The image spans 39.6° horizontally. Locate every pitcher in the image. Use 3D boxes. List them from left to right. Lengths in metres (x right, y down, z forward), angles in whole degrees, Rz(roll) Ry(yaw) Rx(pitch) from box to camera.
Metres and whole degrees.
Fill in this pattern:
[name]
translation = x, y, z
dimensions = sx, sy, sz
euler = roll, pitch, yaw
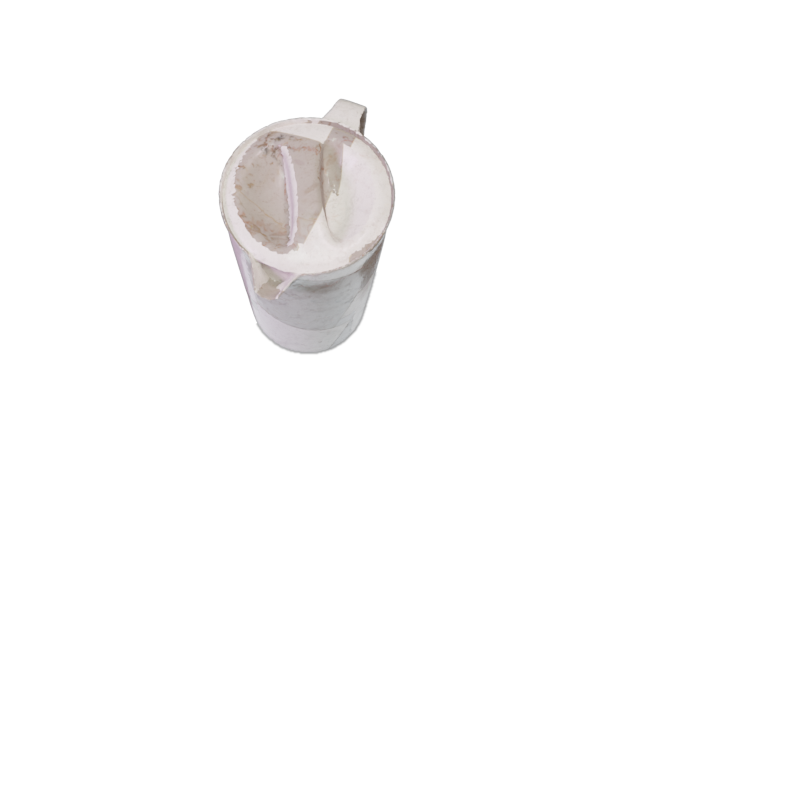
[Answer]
[pitcher]
translation = -0.074, -0.135, 0.943
dimensions = 0.149, 0.152, 0.232
euler = -23, -15, -10
